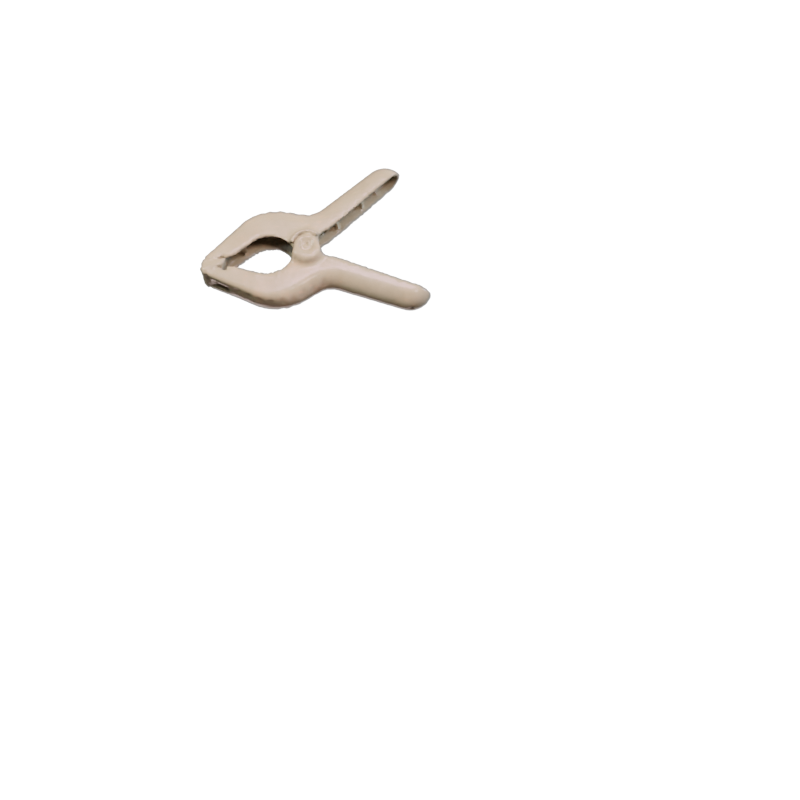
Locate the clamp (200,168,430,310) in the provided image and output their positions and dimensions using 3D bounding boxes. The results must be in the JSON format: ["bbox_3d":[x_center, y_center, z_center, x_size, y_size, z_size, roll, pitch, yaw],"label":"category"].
[{"bbox_3d":[-0.067,-0.122,0.852,0.171,0.128,0.037,-2,-31,-2],"label":"clamp"}]
